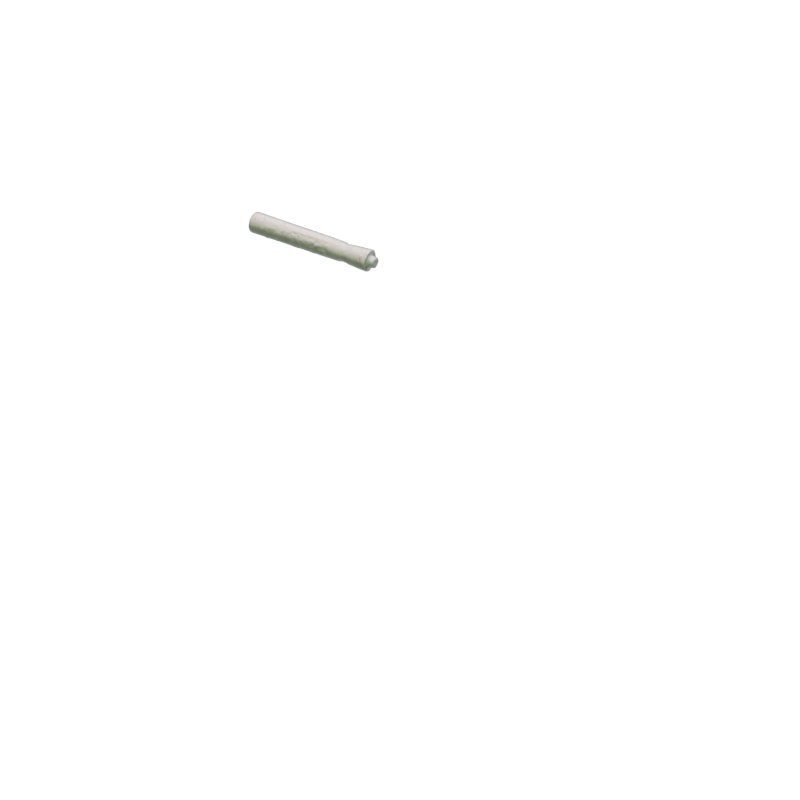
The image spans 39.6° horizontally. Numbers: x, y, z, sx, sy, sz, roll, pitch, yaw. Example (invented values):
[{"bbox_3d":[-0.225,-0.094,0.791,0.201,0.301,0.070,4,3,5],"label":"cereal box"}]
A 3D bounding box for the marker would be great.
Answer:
[{"bbox_3d":[-0.072,-0.132,0.923,0.127,0.019,0.019,22,13,27],"label":"marker"}]
